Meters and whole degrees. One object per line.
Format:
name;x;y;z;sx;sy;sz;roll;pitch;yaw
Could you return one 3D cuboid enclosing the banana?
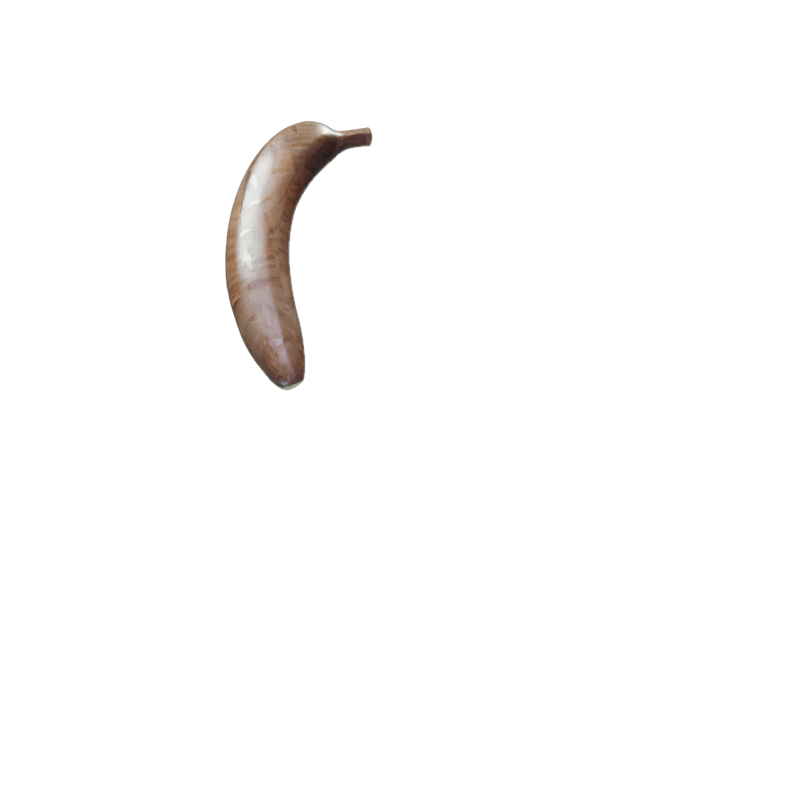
banana;-0.068;-0.100;0.655;0.070;0.209;0.034;10;-32;5
